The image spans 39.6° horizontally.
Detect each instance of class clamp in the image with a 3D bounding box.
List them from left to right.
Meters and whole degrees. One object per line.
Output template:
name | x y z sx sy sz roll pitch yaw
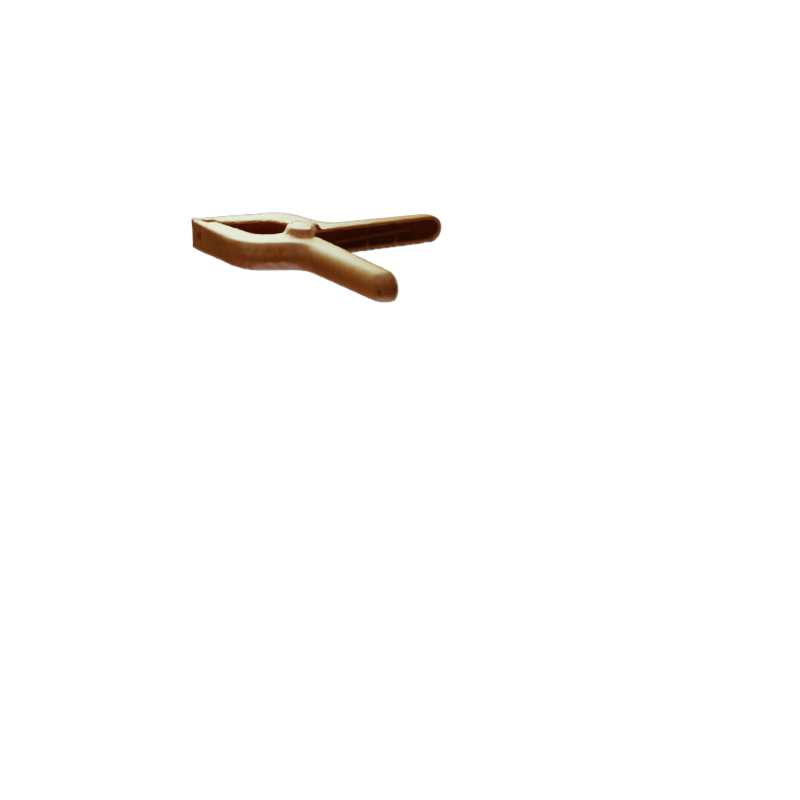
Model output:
clamp | -0.073 -0.134 0.935 0.218 0.035 0.167 11 27 21
